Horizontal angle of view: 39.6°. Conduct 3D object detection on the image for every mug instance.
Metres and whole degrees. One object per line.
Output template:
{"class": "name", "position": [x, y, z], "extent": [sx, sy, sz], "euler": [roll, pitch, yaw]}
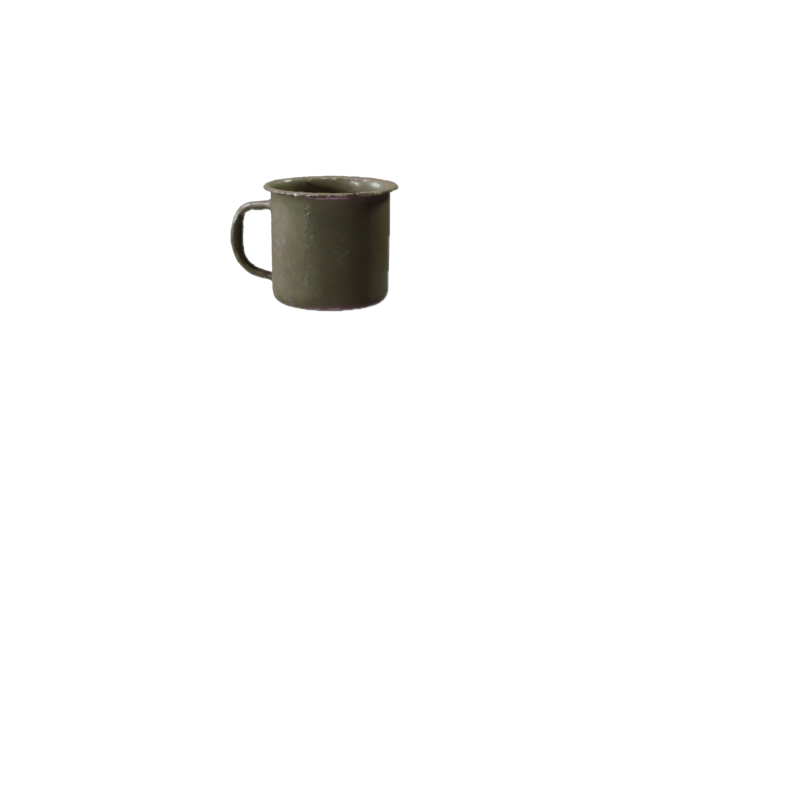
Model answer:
{"class": "mug", "position": [-0.060, -0.110, 0.770], "extent": [0.118, 0.079, 0.096], "euler": [1, 15, 4]}
